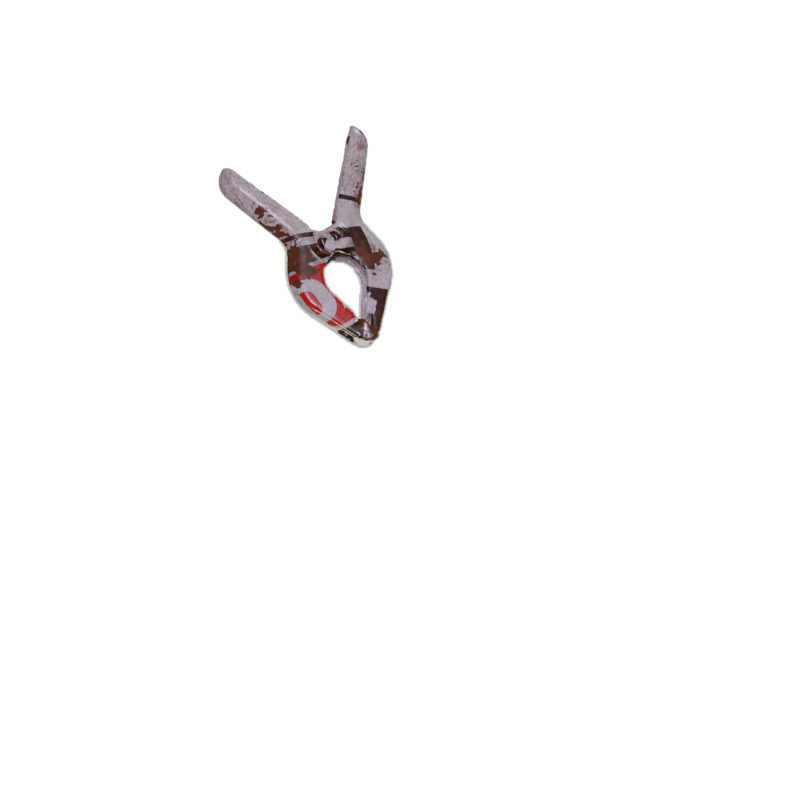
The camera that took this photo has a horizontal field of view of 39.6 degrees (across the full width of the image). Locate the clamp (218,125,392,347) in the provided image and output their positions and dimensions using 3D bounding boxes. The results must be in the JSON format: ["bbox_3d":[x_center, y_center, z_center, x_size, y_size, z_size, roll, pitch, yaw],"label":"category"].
[{"bbox_3d":[-0.066,-0.120,0.838,0.120,0.179,0.038,-13,-17,-4],"label":"clamp"}]
